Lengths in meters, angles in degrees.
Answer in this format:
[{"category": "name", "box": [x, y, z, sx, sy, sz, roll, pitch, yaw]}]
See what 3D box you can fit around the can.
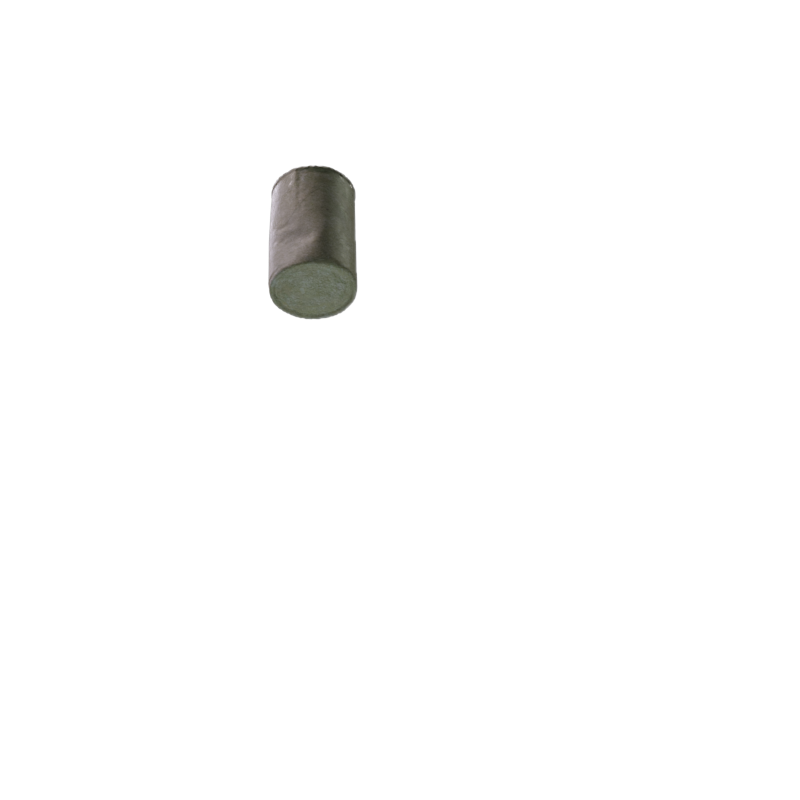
[{"category": "can", "box": [-0.067, -0.122, 0.855, 0.068, 0.110, 0.064, -1, -39, -3]}]
